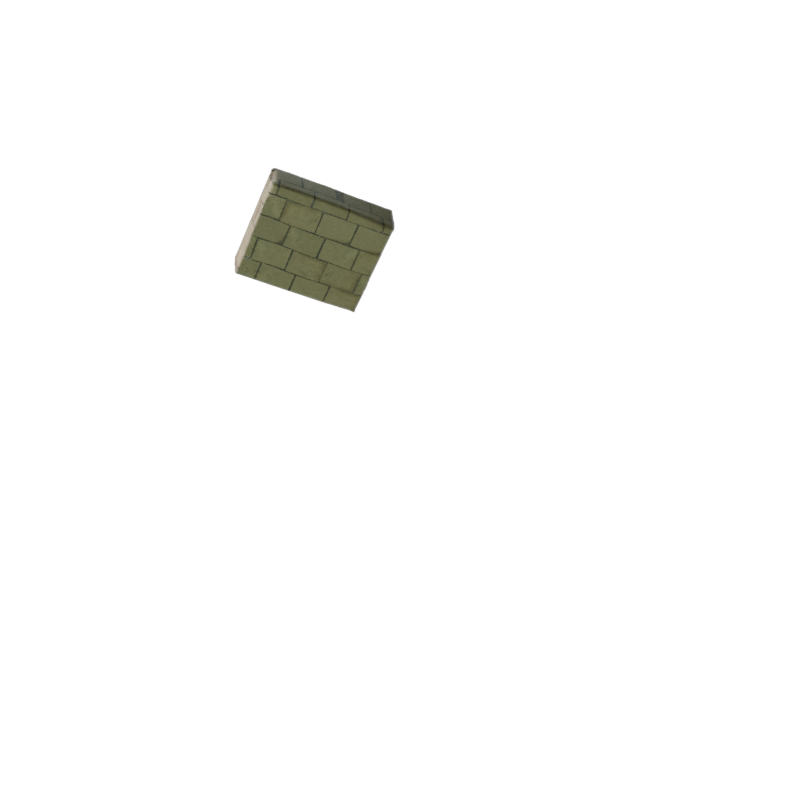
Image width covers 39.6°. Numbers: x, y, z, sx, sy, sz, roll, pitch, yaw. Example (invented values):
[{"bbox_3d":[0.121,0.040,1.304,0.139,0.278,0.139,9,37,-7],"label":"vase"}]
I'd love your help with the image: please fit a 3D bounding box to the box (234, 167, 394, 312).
[{"bbox_3d":[-0.073,-0.134,0.934,0.111,0.087,0.041,20,27,-11],"label":"box"}]
